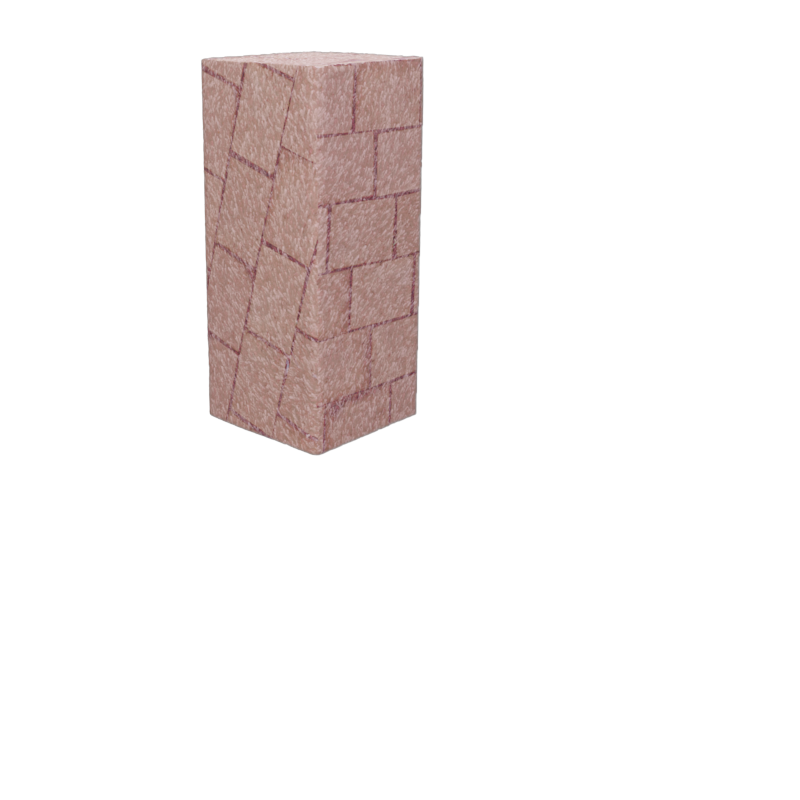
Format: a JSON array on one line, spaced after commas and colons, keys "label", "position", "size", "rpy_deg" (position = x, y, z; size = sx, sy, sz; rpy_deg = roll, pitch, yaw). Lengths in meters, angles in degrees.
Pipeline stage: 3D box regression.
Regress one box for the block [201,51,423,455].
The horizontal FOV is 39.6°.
[{"label": "block", "position": [-0.048, -0.089, 0.623], "size": [0.095, 0.200, 0.089], "rpy_deg": [13, 19, 40]}]
